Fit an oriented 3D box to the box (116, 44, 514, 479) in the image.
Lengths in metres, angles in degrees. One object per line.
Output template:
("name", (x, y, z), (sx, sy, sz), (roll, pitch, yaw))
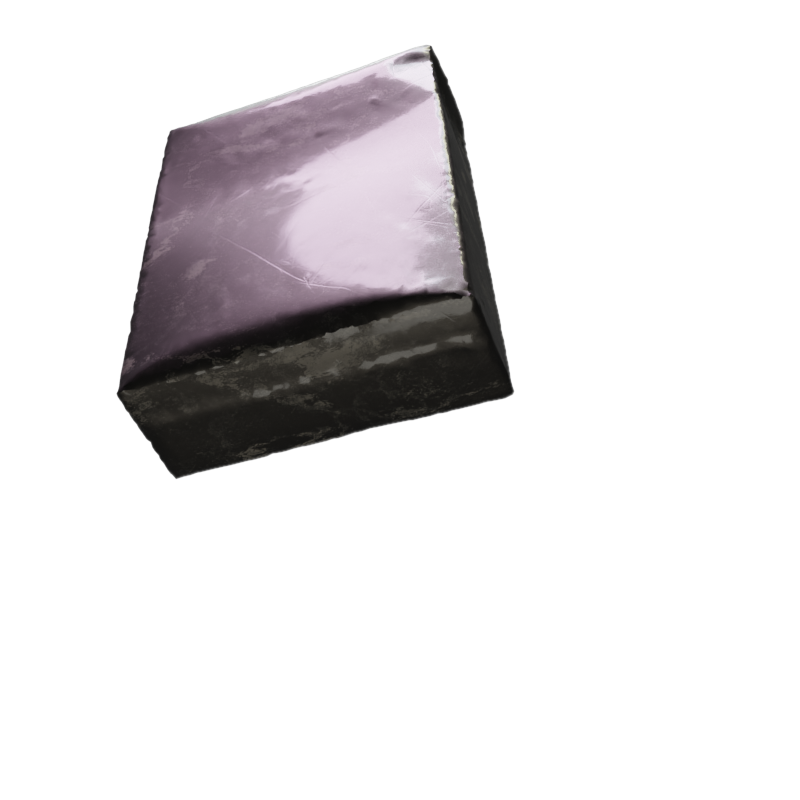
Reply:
("box", (-0.044, -0.080, 0.558), (0.165, 0.230, 0.066), (-15, -47, 11))
